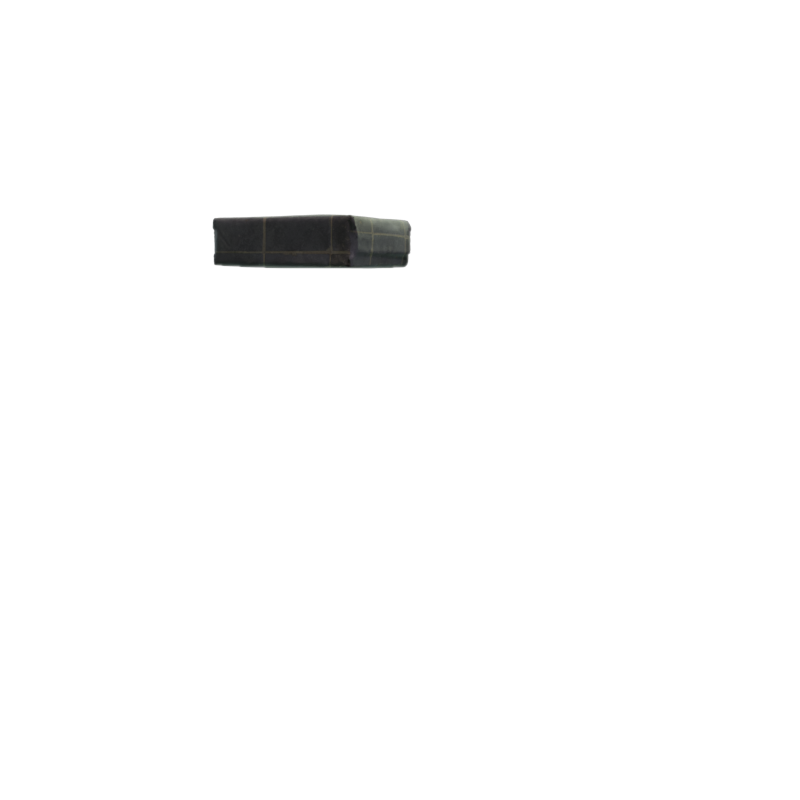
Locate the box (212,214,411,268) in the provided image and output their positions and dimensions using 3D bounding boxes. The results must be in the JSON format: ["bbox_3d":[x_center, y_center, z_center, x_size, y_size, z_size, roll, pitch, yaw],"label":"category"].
[{"bbox_3d":[-0.049,-0.089,0.622,0.092,0.030,0.071,3,6,28],"label":"box"}]
